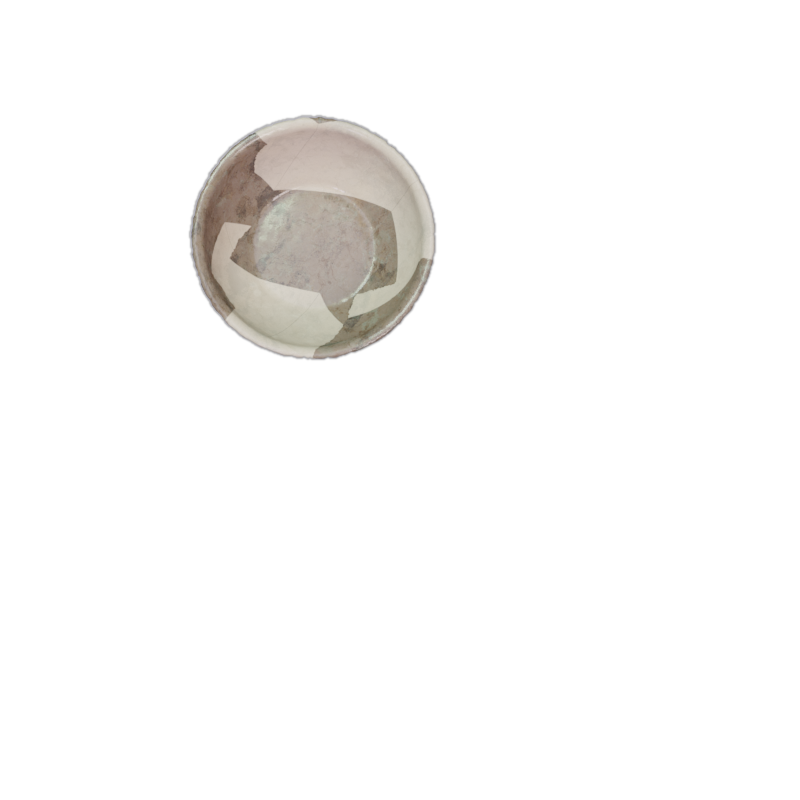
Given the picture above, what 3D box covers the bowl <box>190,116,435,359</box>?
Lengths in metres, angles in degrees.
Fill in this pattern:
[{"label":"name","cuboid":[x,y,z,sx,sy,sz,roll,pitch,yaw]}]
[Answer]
[{"label":"bowl","cuboid":[-0.059,-0.108,0.755,0.162,0.165,0.054,0,-7,0]}]
